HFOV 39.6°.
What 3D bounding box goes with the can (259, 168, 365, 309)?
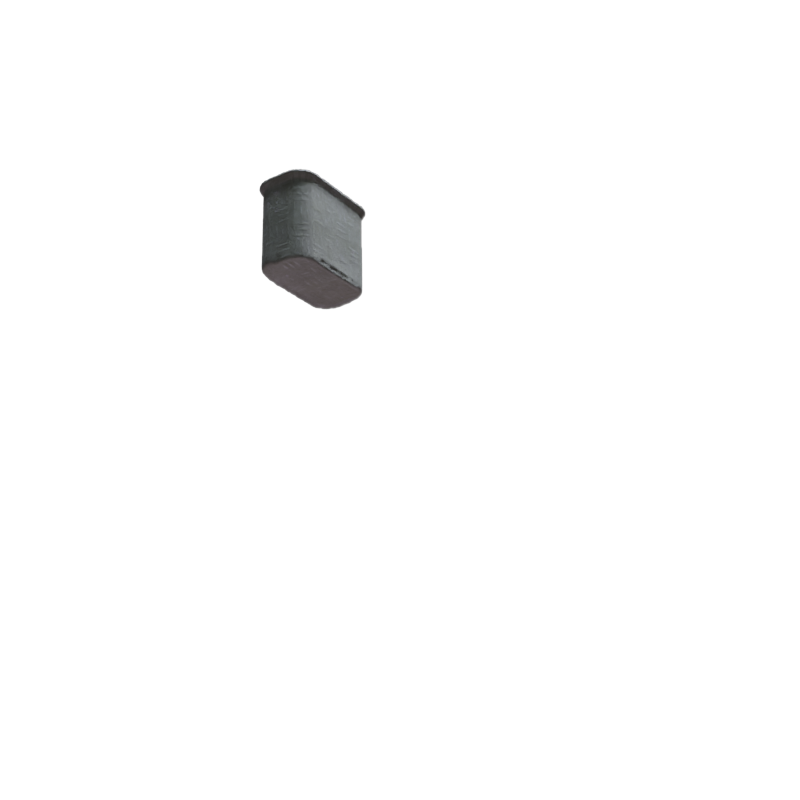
[{"bbox_3d":[-0.074,-0.135,0.948,0.058,0.089,0.095,-19,-31,31],"label":"can"}]
